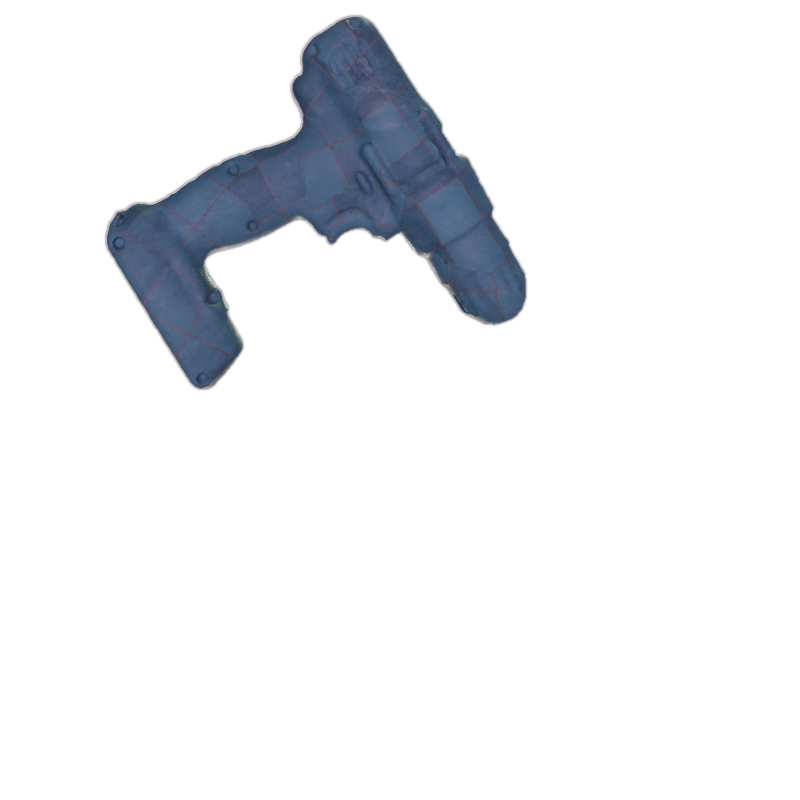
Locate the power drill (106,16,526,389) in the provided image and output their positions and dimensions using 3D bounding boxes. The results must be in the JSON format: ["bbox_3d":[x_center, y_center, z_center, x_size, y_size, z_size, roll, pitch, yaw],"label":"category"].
[{"bbox_3d":[-0.047,-0.085,0.597,0.187,0.184,0.058,-32,2,1],"label":"power drill"}]
